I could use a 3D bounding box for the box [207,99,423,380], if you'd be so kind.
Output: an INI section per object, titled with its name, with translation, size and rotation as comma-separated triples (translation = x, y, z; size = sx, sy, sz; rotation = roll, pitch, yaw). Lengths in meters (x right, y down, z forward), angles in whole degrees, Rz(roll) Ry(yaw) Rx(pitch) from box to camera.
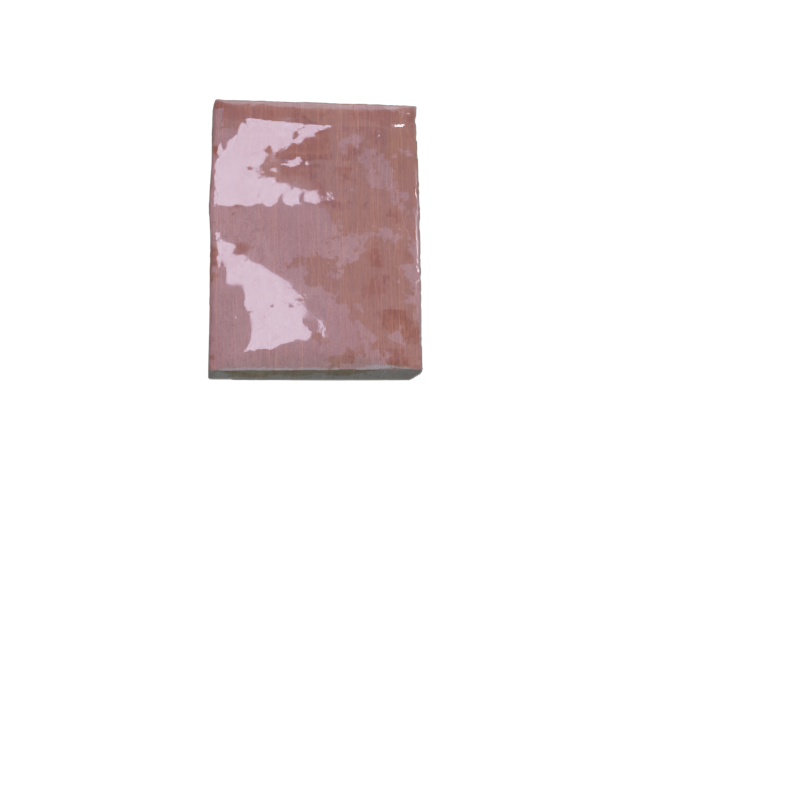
[box]
translation = -0.068, -0.124, 0.868
size = 0.163, 0.220, 0.070
rotation = 0, -11, -6
